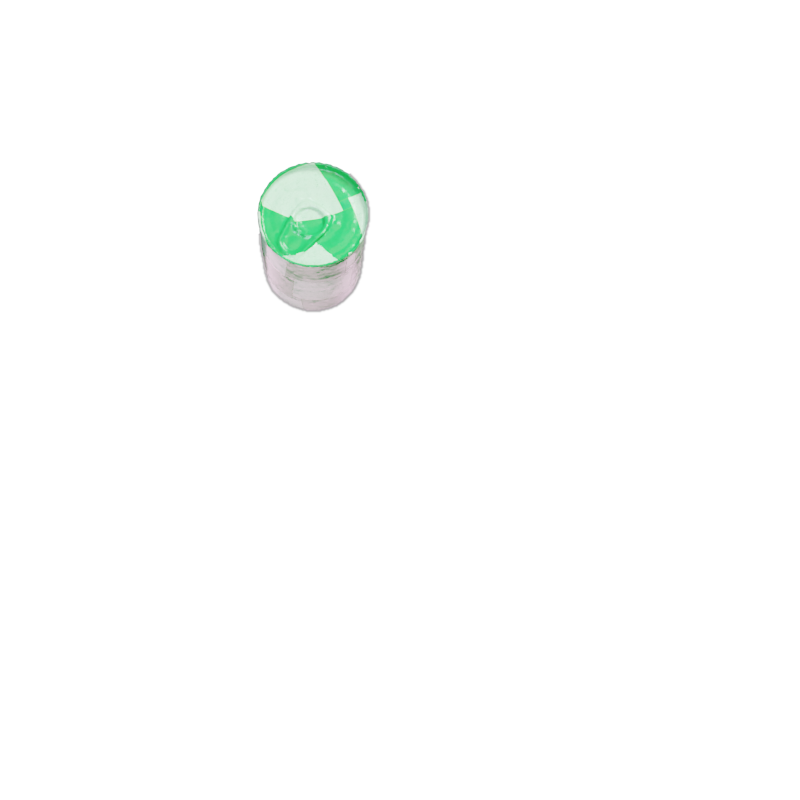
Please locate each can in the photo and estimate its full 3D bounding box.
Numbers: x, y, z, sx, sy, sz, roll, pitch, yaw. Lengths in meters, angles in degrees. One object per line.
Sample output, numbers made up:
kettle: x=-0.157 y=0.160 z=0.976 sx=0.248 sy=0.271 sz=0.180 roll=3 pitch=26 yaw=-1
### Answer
can: x=-0.056 y=-0.102 z=0.717 sx=0.068 sy=0.071 sz=0.098 roll=0 pitch=-15 yaw=-3
